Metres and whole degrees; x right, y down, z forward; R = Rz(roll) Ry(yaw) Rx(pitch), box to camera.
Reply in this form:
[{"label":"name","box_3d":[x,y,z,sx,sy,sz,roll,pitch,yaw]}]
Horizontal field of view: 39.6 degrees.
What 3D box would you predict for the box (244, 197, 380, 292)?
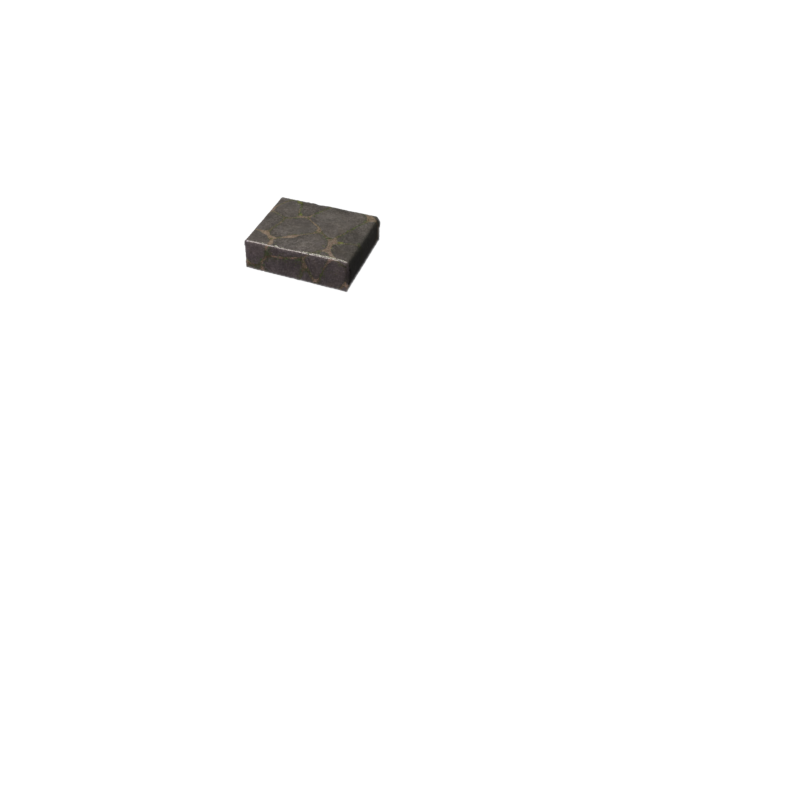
[{"label":"box","box_3d":[-0.069,-0.127,0.887,0.092,0.028,0.076,13,40,16]}]
